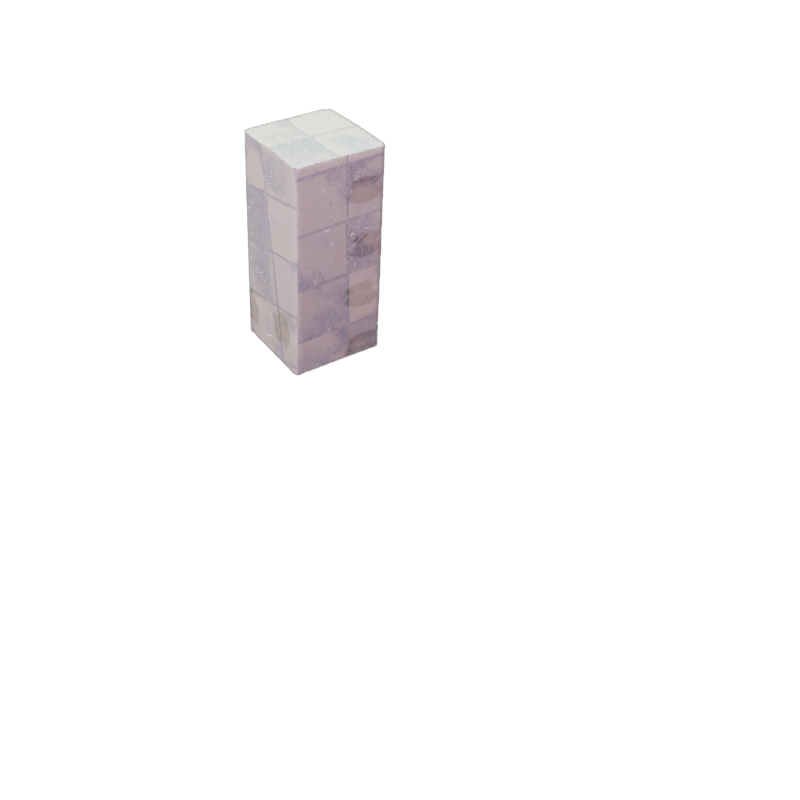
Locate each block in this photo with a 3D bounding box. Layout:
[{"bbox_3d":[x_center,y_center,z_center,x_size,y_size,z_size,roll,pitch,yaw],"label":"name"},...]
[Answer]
[{"bbox_3d":[-0.077,-0.141,0.983,0.090,0.193,0.097,-19,40,-29],"label":"block"}]
